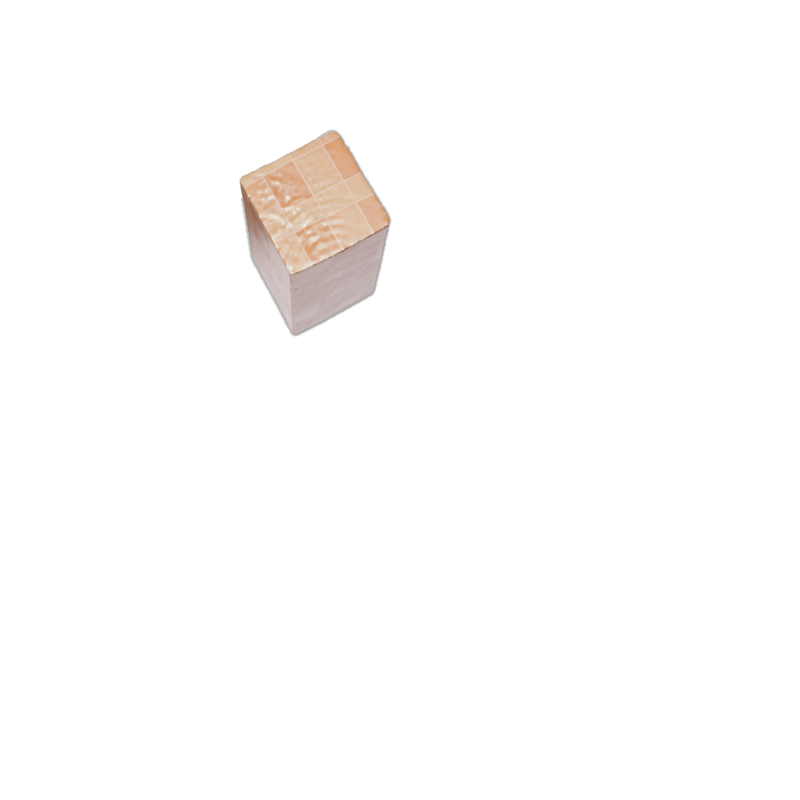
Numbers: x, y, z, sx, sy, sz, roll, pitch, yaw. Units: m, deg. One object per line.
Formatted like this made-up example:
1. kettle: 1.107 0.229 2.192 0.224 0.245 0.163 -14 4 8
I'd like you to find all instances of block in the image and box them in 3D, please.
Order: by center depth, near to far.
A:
1. block: -0.073 -0.135 0.946 0.090 0.094 0.200 -28 -9 -9
